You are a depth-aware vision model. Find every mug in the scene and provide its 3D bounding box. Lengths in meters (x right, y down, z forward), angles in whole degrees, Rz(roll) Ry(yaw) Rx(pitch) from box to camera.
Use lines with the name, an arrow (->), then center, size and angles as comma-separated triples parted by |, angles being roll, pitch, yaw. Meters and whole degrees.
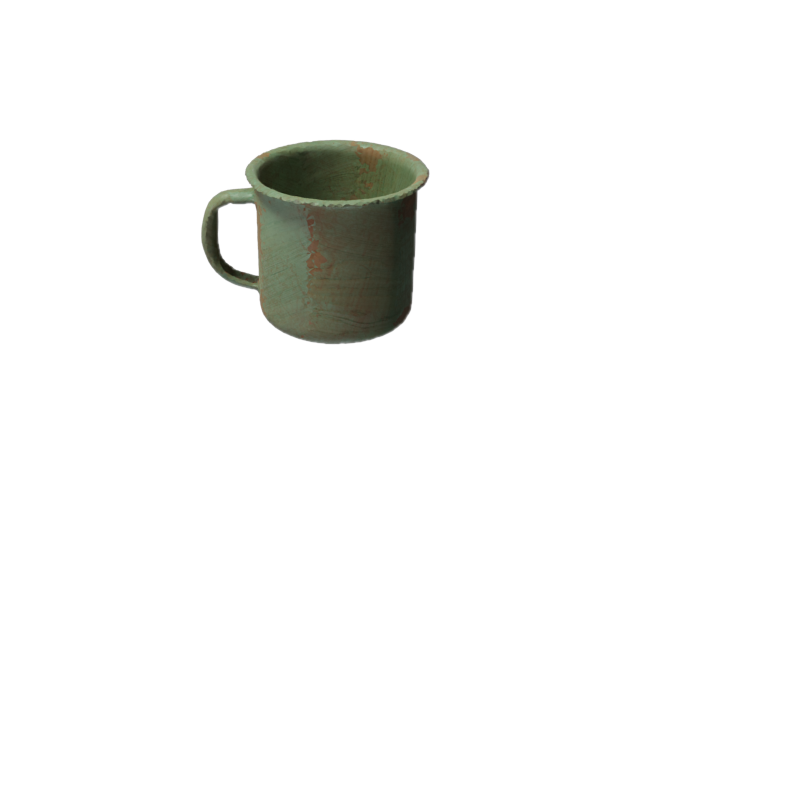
mug -> -0.045, -0.082, 0.577 | 0.117, 0.077, 0.099 | 0, 29, -1
